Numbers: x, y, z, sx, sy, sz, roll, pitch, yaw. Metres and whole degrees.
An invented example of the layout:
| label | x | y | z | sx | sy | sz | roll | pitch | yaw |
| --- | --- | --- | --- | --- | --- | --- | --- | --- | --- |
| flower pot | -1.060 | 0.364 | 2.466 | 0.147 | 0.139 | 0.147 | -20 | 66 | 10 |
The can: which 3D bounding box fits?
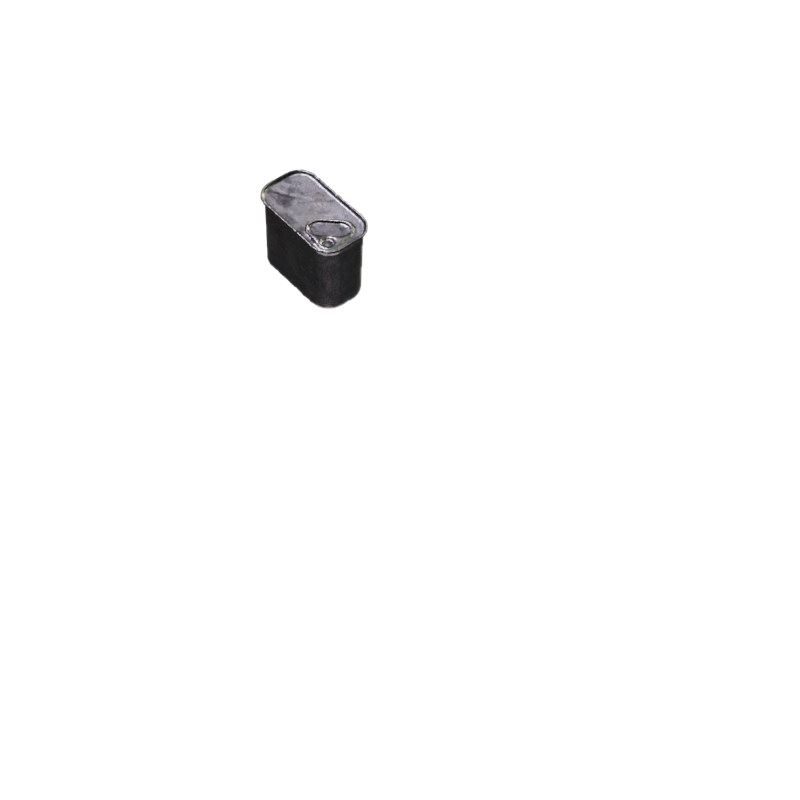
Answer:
| label | x | y | z | sx | sy | sz | roll | pitch | yaw |
| --- | --- | --- | --- | --- | --- | --- | --- | --- | --- |
| can | -0.077 | -0.141 | 0.989 | 0.058 | 0.078 | 0.109 | -32 | 59 | -25 |
